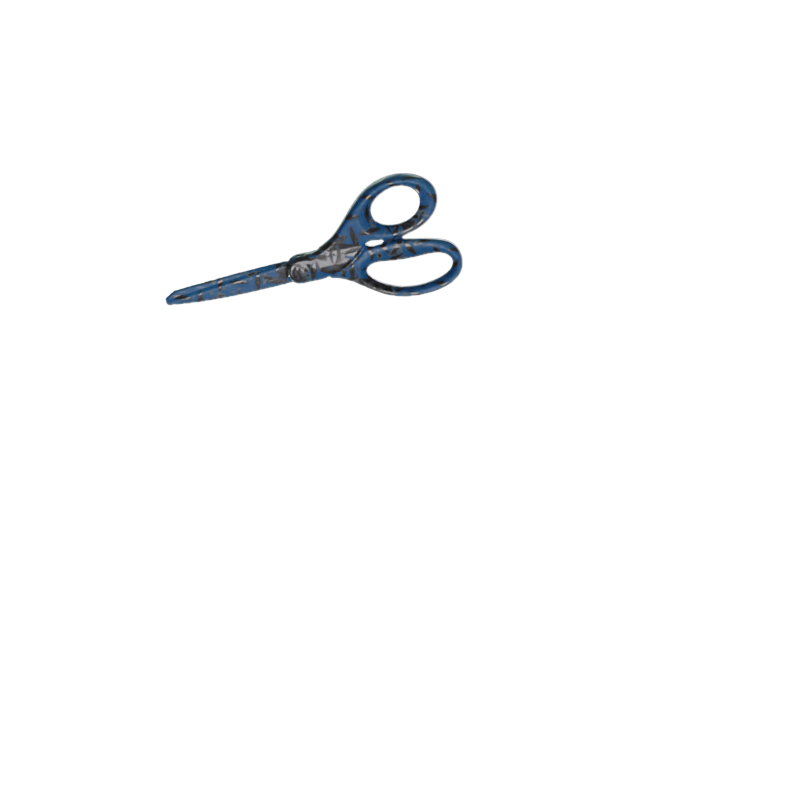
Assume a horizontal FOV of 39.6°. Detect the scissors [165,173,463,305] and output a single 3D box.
[{"bbox_3d":[-0.058,-0.106,0.742,0.201,0.091,0.017,1,25,0],"label":"scissors"}]
